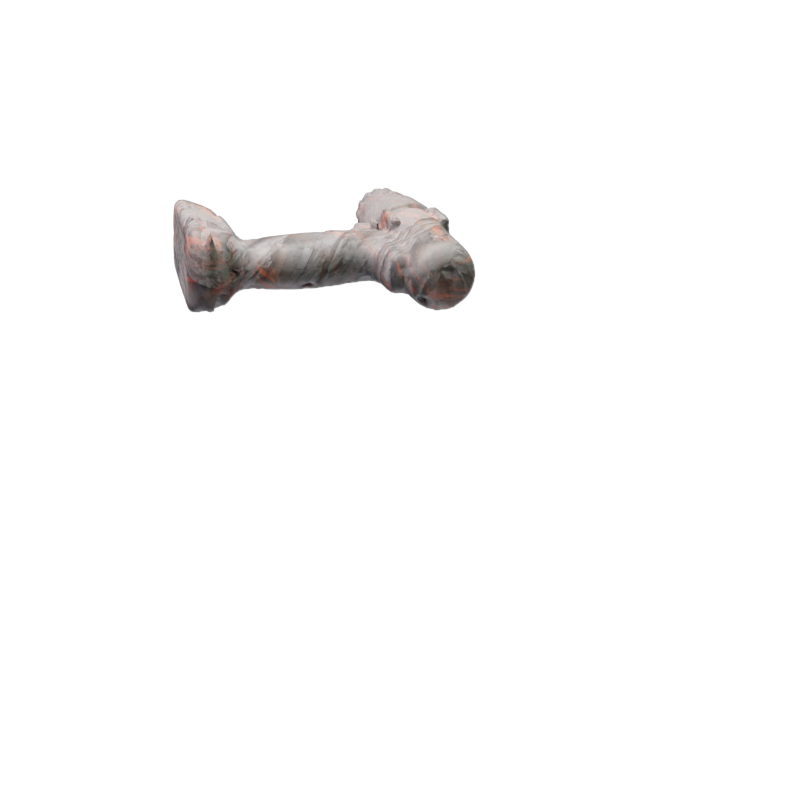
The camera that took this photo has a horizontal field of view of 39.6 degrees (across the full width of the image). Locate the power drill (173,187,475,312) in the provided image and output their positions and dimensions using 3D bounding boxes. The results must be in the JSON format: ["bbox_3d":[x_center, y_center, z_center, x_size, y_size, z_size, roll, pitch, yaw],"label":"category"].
[{"bbox_3d":[-0.060,-0.109,0.763,0.185,0.055,0.195,-5,22,-12],"label":"power drill"}]
